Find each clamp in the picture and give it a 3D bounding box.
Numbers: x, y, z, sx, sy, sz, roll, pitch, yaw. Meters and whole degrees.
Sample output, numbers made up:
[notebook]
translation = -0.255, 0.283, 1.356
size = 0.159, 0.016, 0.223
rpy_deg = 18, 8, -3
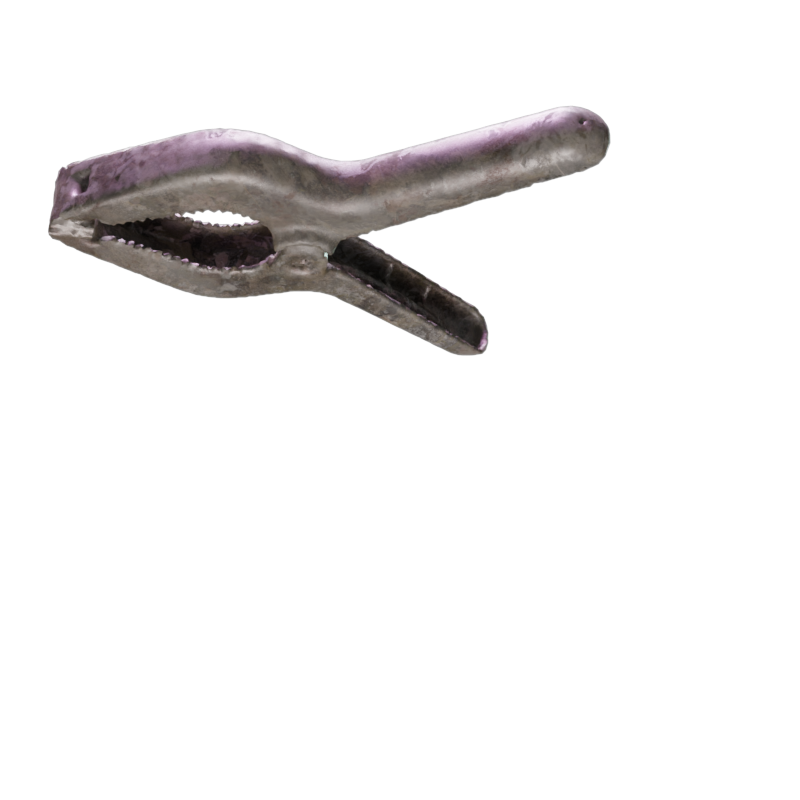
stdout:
[clamp]
translation = -0.036, -0.066, 0.462
size = 0.209, 0.039, 0.155
rpy_deg = 2, -29, -3
